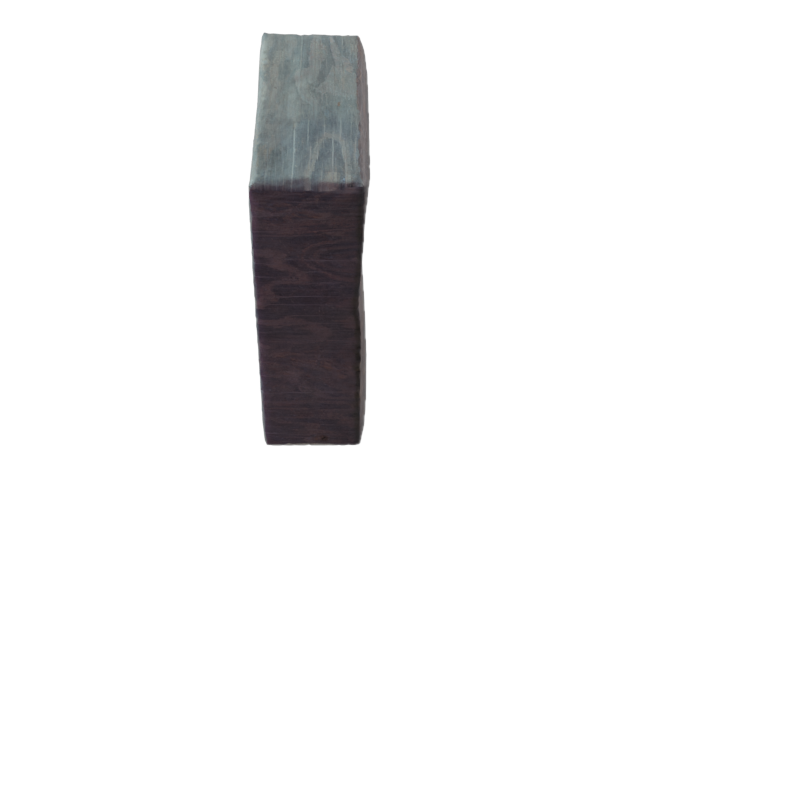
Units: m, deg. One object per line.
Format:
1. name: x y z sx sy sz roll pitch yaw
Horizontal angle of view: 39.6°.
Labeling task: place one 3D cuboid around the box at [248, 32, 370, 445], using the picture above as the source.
1. box: -0.055 -0.101 0.708 0.072 0.199 0.176 0 44 -4
